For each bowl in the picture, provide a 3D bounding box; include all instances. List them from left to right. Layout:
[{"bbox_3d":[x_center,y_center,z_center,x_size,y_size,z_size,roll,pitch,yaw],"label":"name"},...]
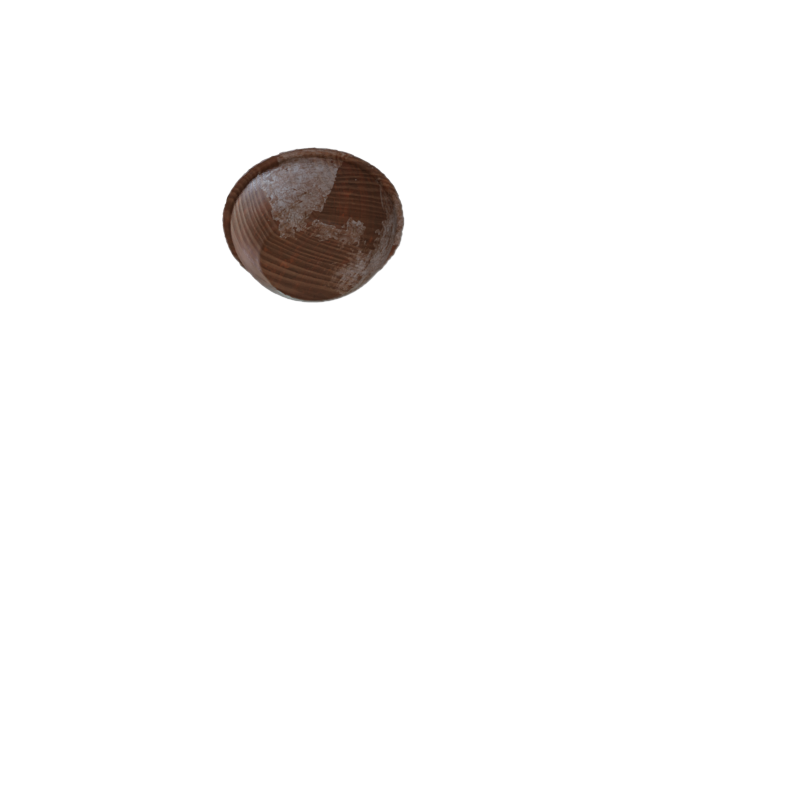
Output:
[{"bbox_3d":[-0.075,-0.137,0.963,0.162,0.151,0.059,1,42,-1],"label":"bowl"}]
